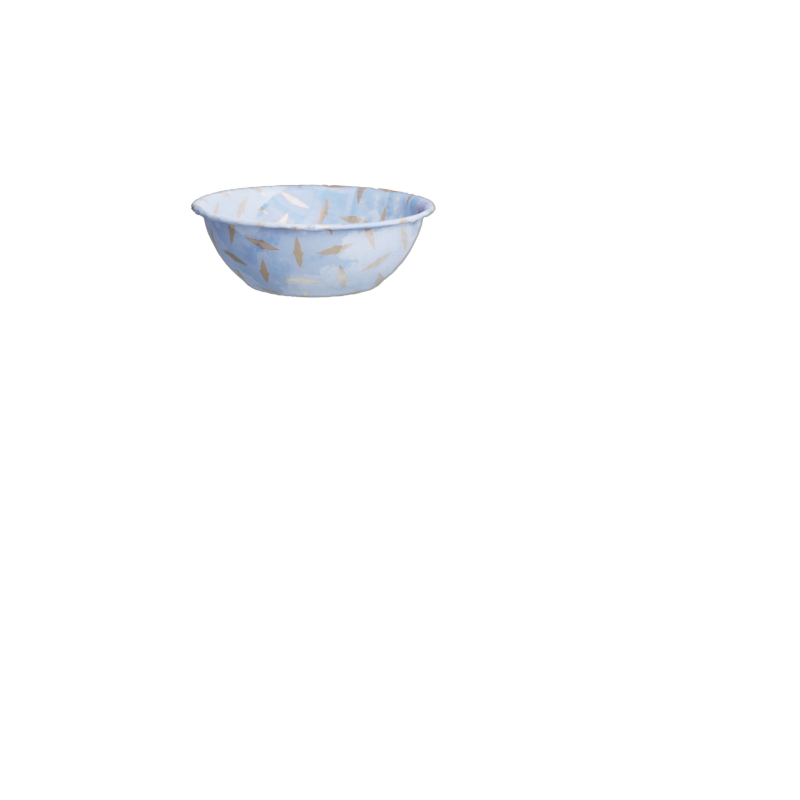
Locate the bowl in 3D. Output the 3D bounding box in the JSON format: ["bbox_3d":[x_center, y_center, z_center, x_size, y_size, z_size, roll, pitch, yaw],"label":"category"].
[{"bbox_3d":[-0.058,-0.106,0.740,0.162,0.053,0.168,-1,18,-2],"label":"bowl"}]
